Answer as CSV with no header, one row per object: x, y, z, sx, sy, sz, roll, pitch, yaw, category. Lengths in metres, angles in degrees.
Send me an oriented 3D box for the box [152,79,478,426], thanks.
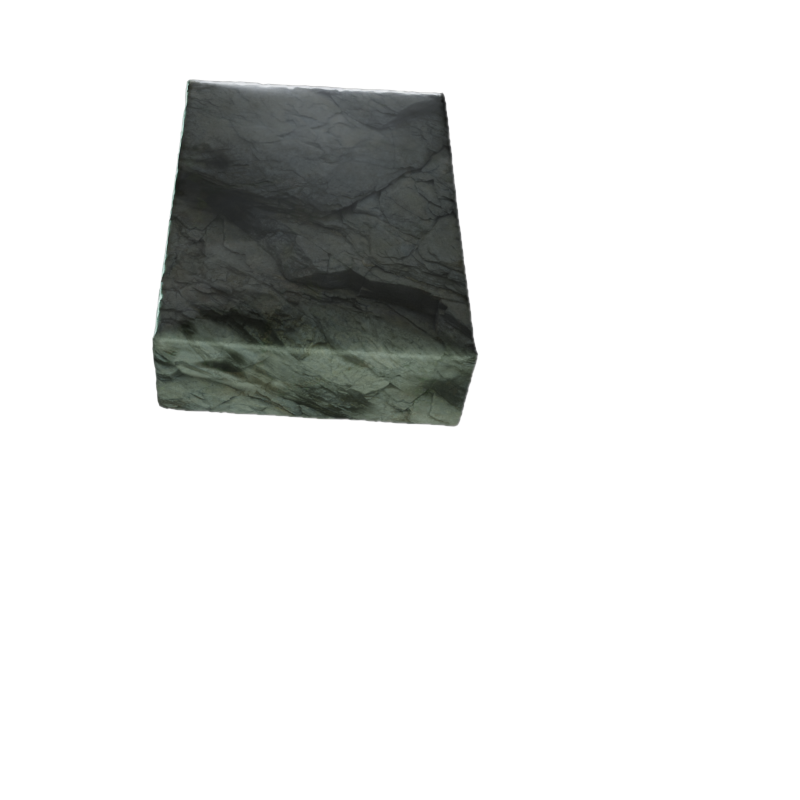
-0.050,-0.092,0.641,0.163,0.230,0.067,2,-42,-5,box
